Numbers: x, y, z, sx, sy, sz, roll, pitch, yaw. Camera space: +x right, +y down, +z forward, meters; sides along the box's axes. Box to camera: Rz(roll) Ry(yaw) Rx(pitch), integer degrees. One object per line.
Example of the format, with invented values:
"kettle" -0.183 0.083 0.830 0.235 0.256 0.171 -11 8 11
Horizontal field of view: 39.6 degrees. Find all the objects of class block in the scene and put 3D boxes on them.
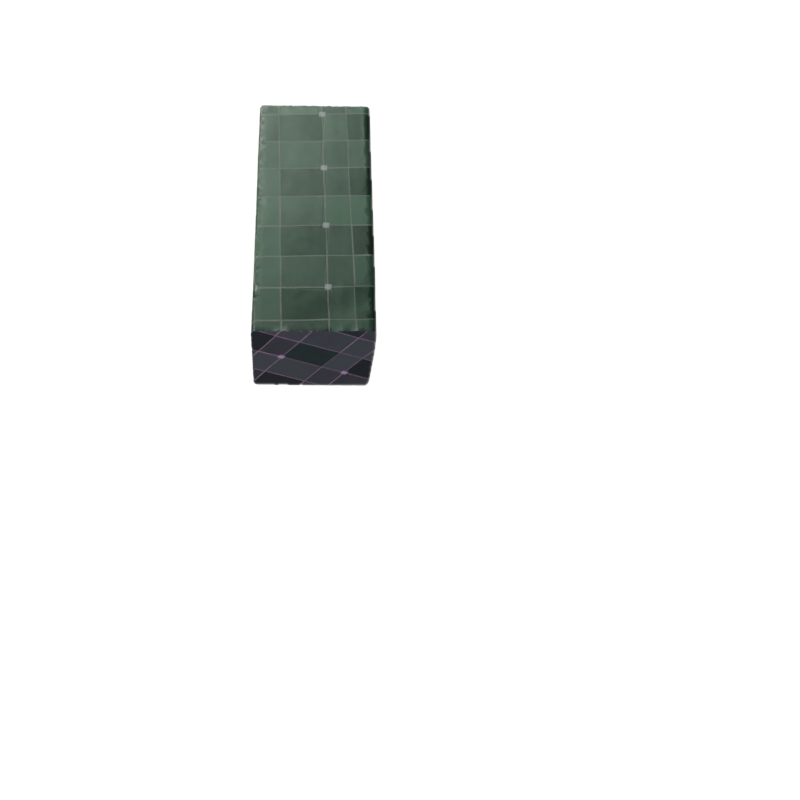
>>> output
"block" -0.068 -0.124 0.870 0.090 0.220 0.085 0 -30 -4
